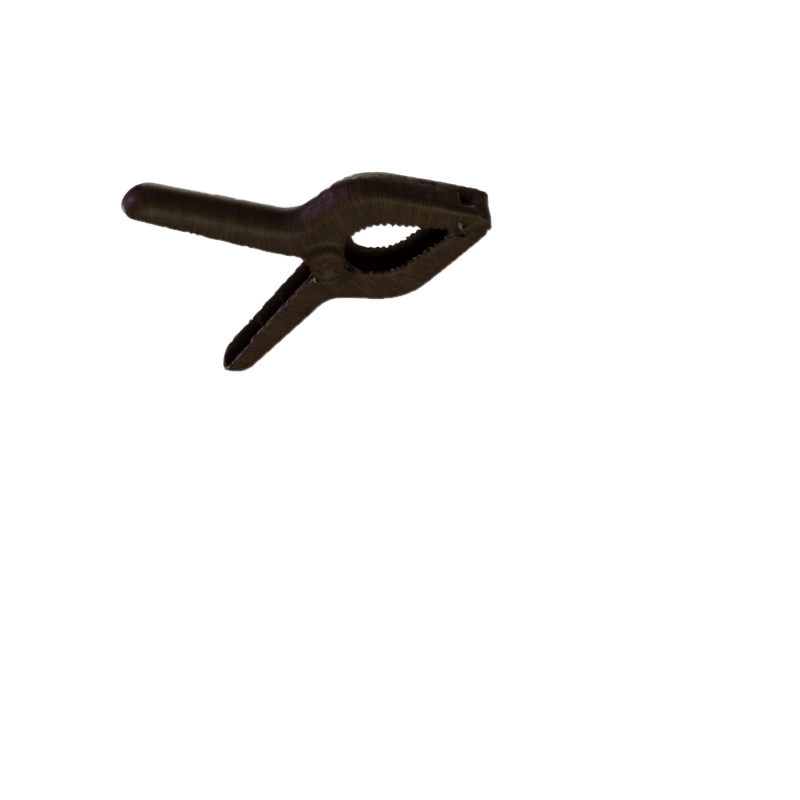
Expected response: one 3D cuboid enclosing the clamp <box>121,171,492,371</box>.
[{"bbox_3d":[-0.052,-0.096,0.669,0.212,0.039,0.152,-17,-43,19],"label":"clamp"}]
